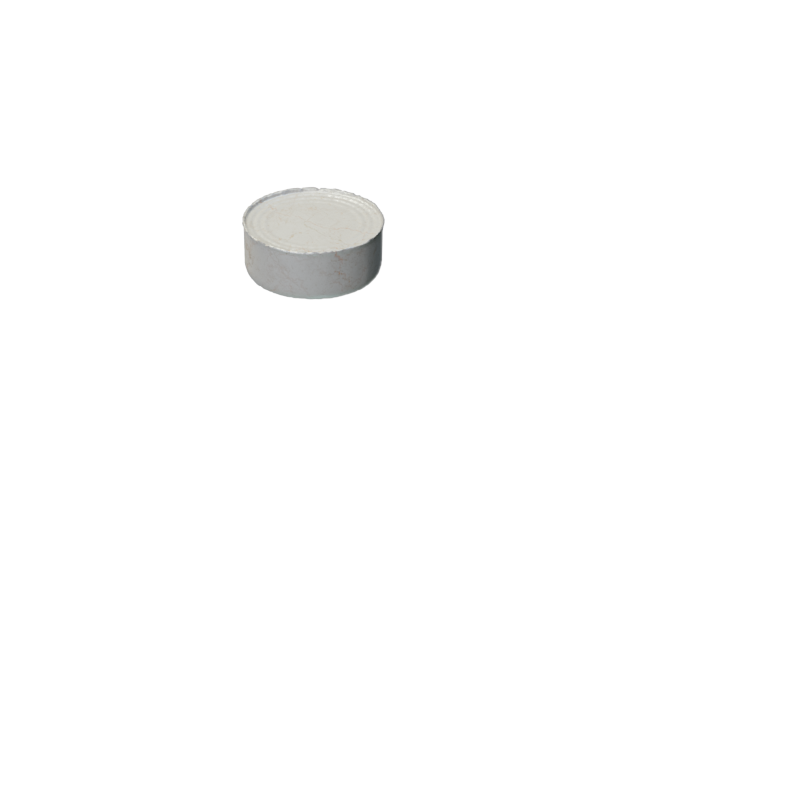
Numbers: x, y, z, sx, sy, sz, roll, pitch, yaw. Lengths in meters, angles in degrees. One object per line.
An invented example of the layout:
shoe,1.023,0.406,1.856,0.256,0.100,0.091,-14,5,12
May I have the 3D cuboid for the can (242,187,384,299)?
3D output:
can,-0.053,-0.097,0.676,0.086,0.031,0.092,-1,34,-2
